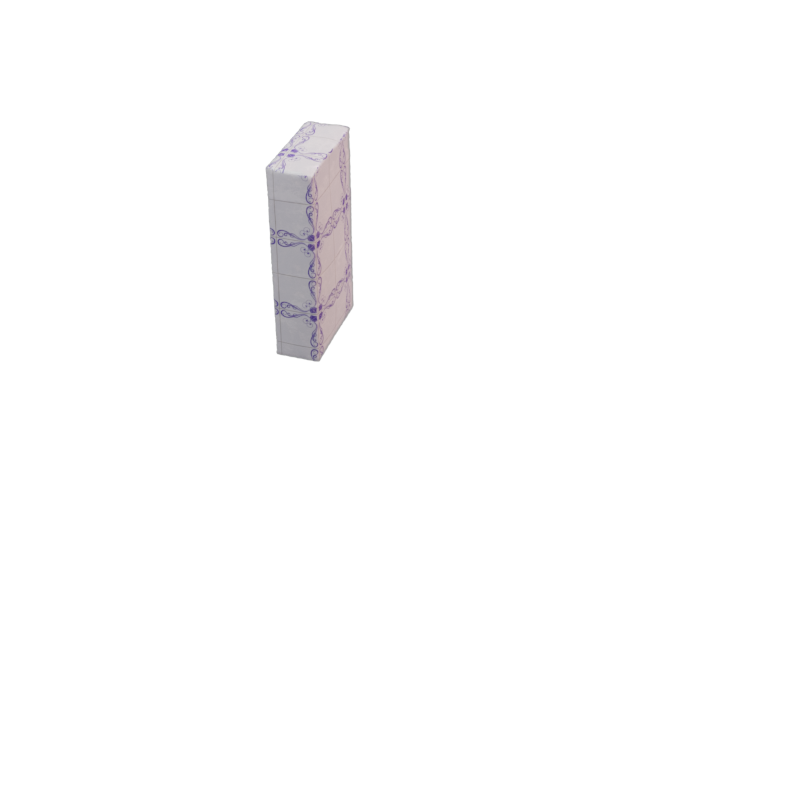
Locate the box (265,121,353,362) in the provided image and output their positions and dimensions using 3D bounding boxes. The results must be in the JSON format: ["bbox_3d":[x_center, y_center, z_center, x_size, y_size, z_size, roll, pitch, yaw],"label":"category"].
[{"bbox_3d":[-0.071,-0.131,0.915,0.049,0.165,0.097,12,36,12],"label":"box"}]
